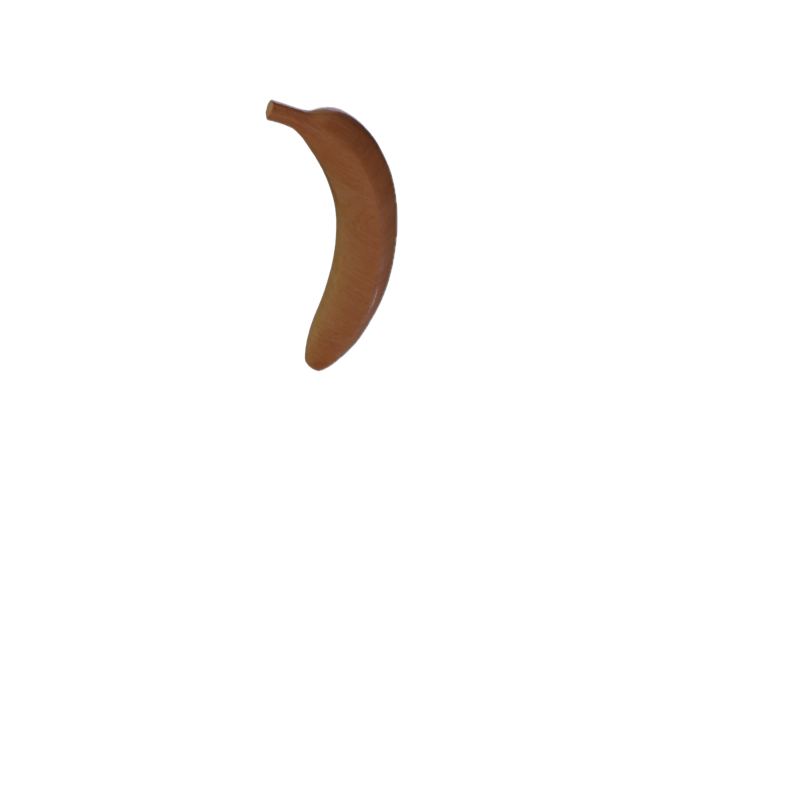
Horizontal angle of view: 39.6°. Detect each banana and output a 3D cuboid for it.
[{"bbox_3d":[-0.035,-0.102,0.679,0.070,0.184,0.039,-5,35,2],"label":"banana"}]
